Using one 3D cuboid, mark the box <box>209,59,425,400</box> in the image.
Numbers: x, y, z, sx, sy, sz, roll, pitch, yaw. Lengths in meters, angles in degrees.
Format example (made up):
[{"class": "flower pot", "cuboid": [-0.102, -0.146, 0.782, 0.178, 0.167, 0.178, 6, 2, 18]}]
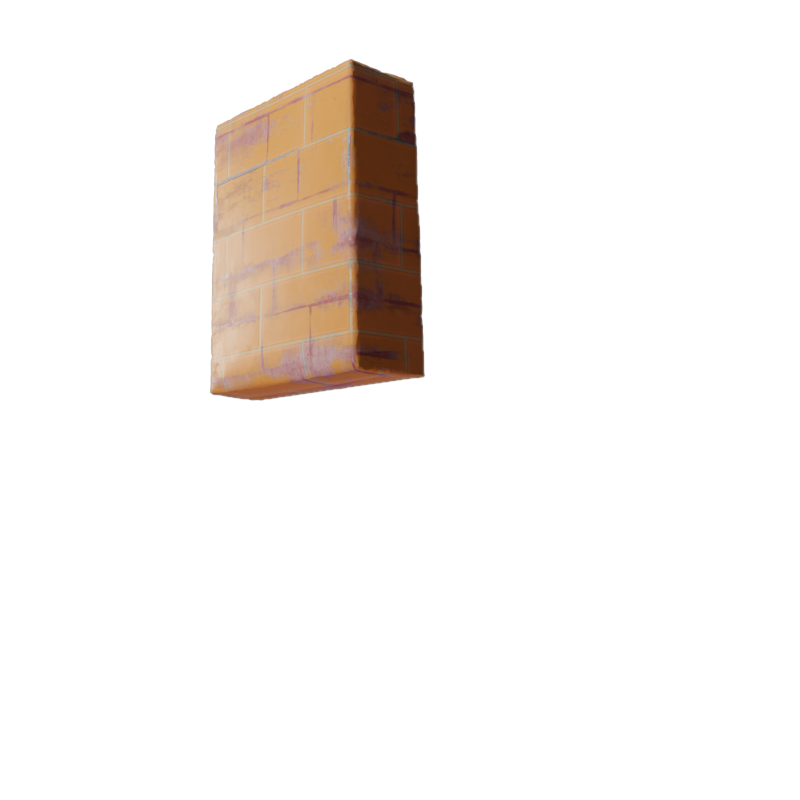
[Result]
[{"class": "box", "cuboid": [-0.063, -0.114, 0.800, 0.068, 0.221, 0.167, 12, -18, -41]}]
